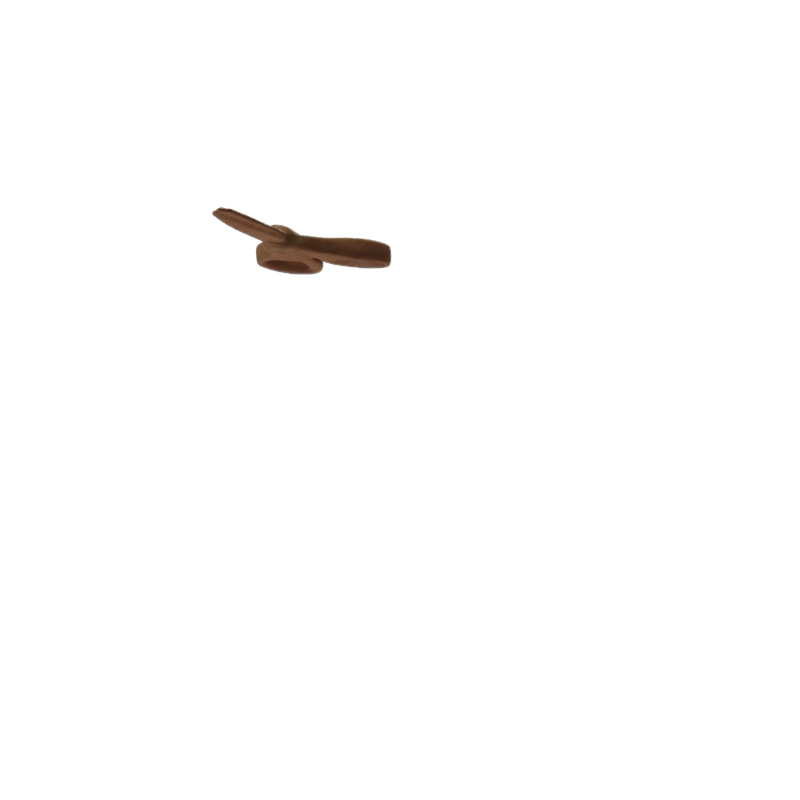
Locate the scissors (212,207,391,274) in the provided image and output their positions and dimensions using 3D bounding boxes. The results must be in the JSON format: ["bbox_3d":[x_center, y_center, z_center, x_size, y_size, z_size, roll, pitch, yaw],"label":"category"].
[{"bbox_3d":[-0.051,-0.093,0.654,0.096,0.016,0.199,0,-1,-2],"label":"scissors"}]
